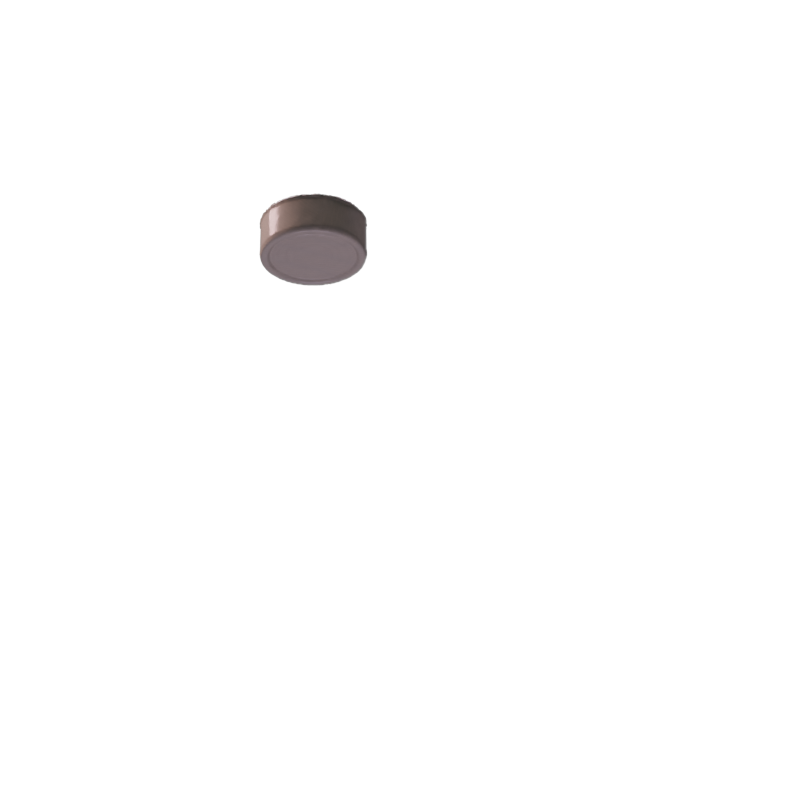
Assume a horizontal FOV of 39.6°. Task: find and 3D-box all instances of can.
[{"bbox_3d":[-0.069,-0.125,0.878,0.086,0.036,0.081,1,-27,-2],"label":"can"}]
